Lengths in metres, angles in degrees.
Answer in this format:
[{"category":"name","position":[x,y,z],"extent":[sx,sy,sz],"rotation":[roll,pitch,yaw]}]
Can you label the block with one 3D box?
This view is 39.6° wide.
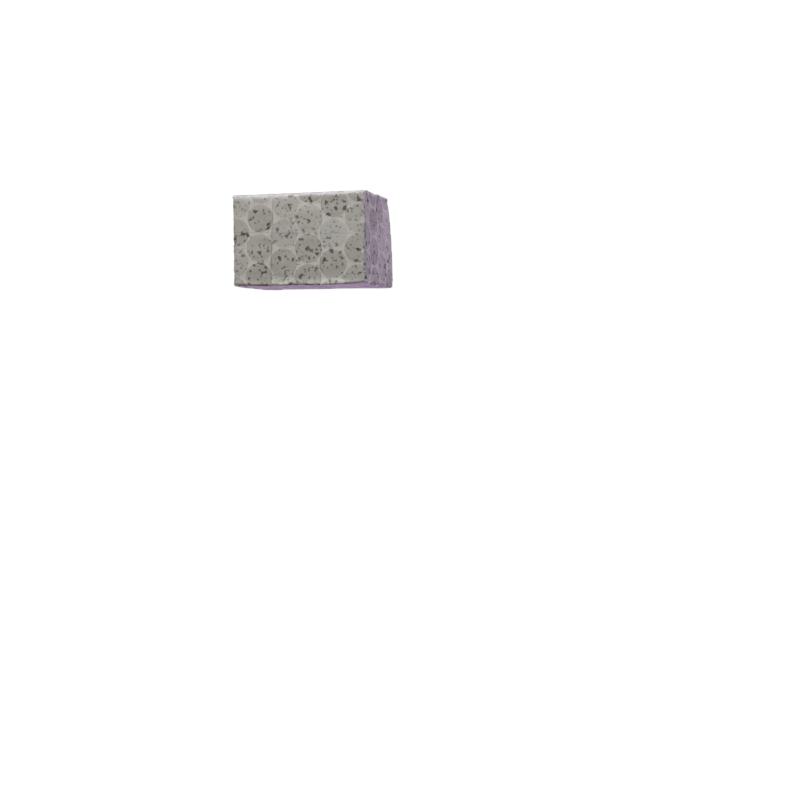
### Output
[{"category":"block","position":[-0.048,-0.088,0.614],"extent":[0.080,0.052,0.051],"rotation":[0,0,17]}]
